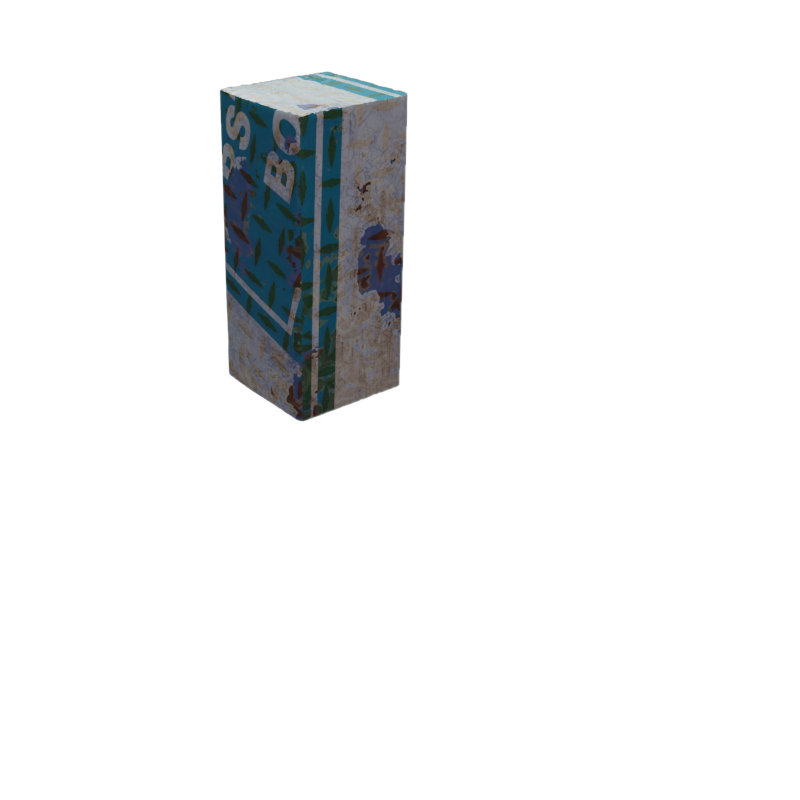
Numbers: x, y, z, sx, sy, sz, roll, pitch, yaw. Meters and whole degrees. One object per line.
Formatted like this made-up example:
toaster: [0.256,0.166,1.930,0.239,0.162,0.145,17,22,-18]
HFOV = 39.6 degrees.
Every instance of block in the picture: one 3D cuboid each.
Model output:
block: [-0.058,-0.105,0.741,0.089,0.196,0.096,-16,28,-36]
